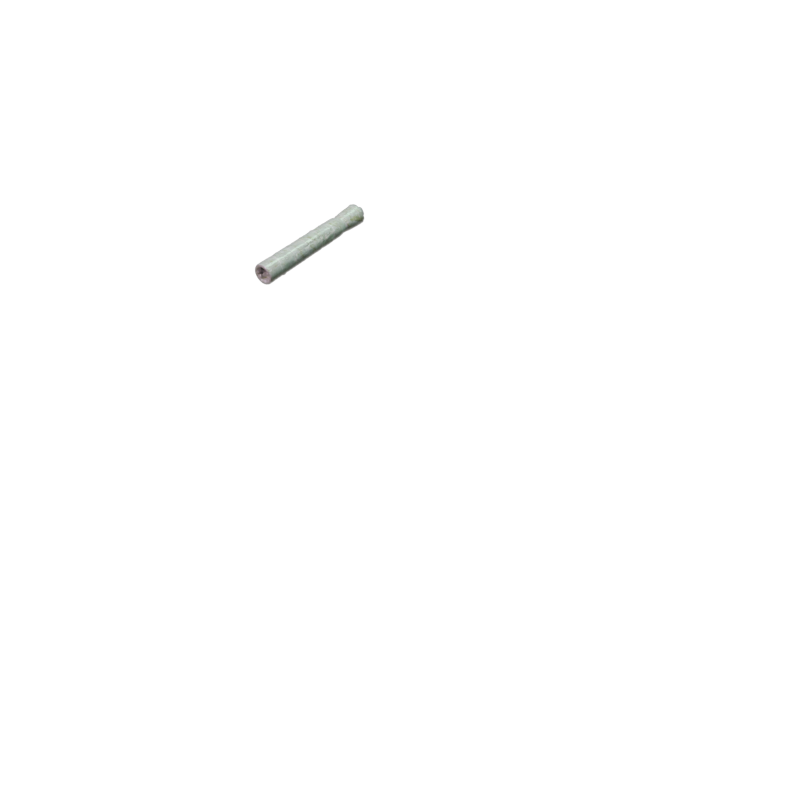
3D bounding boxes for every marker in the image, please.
[{"bbox_3d":[-0.072,-0.132,0.926,0.021,0.019,0.122,4,34,45],"label":"marker"}]
